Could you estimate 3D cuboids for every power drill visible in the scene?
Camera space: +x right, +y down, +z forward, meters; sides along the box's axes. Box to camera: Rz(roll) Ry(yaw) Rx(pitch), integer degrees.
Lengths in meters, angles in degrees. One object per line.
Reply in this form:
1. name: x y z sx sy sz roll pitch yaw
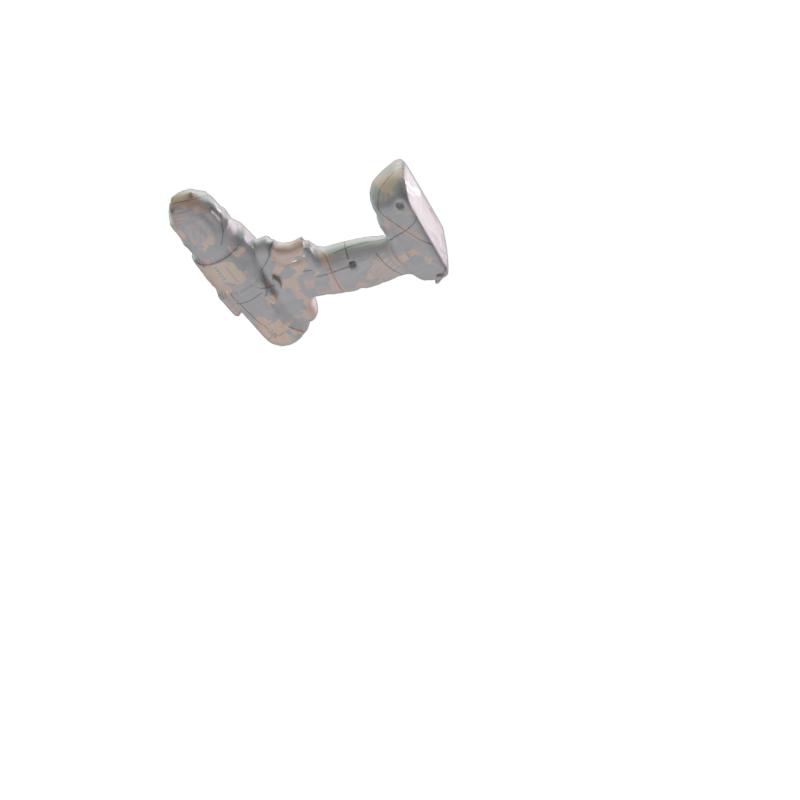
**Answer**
1. power drill: -0.069 -0.126 0.884 0.189 0.061 0.170 -16 -39 20
